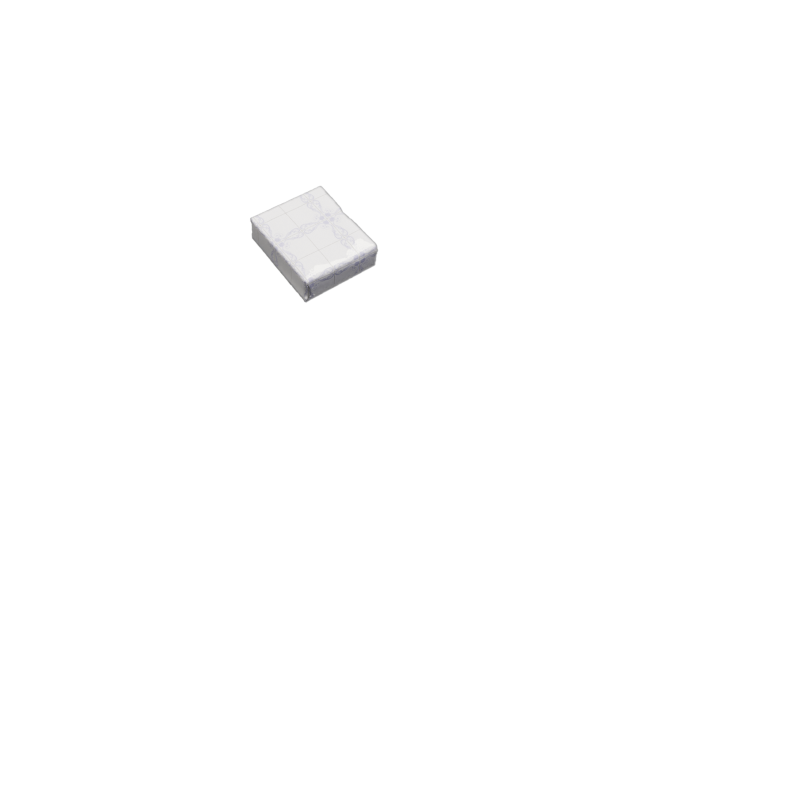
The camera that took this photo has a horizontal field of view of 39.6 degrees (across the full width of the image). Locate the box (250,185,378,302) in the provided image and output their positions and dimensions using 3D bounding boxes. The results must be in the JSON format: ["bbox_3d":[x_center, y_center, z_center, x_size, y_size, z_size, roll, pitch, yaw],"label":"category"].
[{"bbox_3d":[-0.074,-0.134,0.942,0.073,0.096,0.028,-28,-33,-21],"label":"box"}]
